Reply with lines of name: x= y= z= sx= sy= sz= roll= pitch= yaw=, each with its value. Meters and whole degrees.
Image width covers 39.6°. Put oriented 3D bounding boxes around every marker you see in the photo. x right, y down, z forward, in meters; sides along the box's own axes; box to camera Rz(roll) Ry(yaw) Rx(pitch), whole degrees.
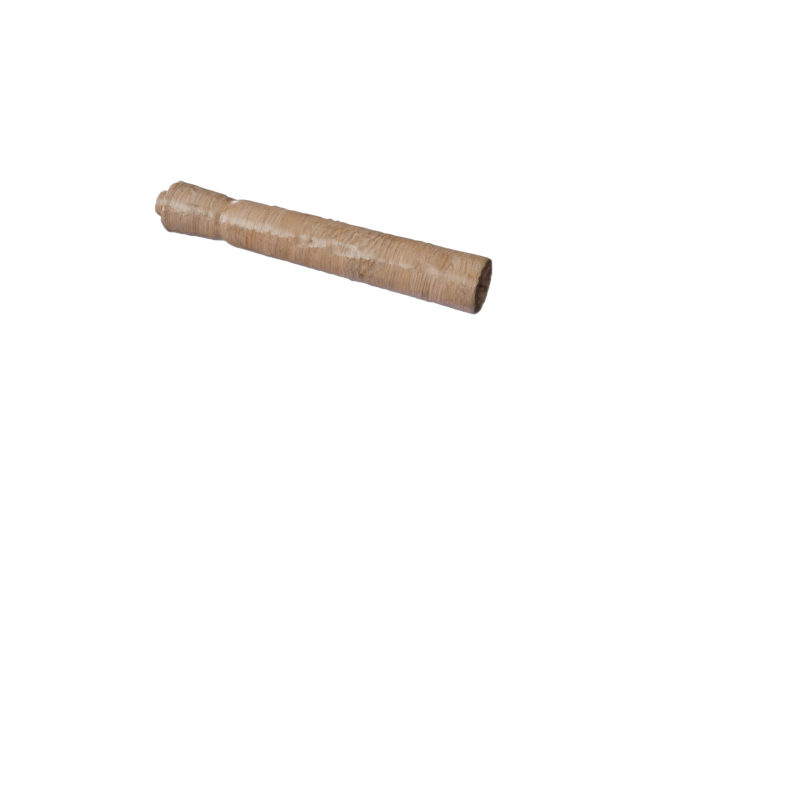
marker: x=-0.029 y=-0.054 z=0.375 sx=0.126 sy=0.019 sz=0.019 roll=17 pitch=9 yaw=20
